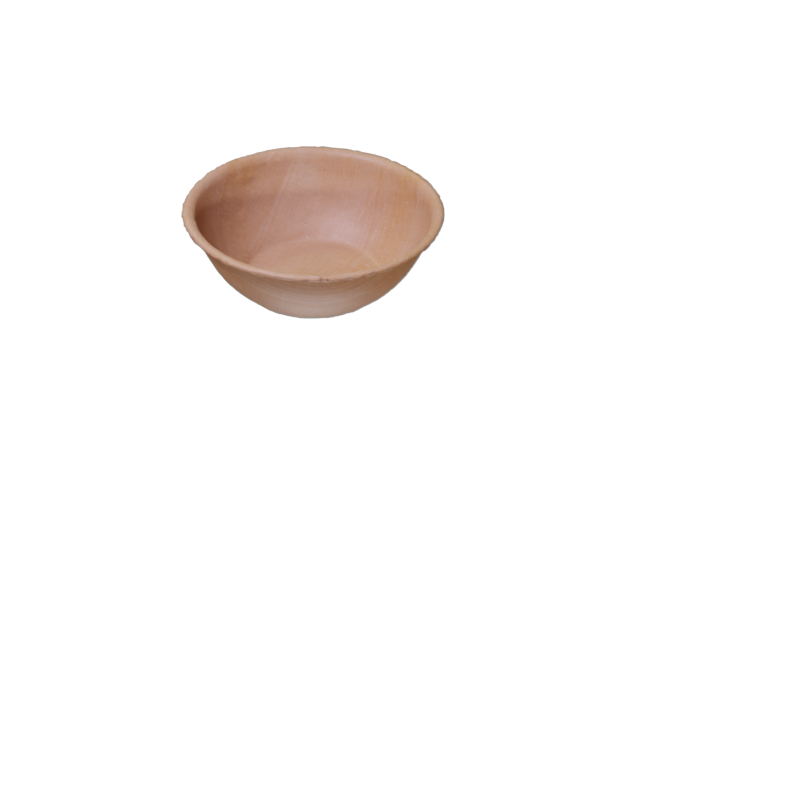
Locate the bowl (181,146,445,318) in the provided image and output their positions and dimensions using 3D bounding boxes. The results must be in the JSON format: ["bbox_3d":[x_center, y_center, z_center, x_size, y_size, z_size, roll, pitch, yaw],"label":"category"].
[{"bbox_3d":[-0.054,-0.099,0.696,0.162,0.051,0.173,-1,37,-2],"label":"bowl"}]
